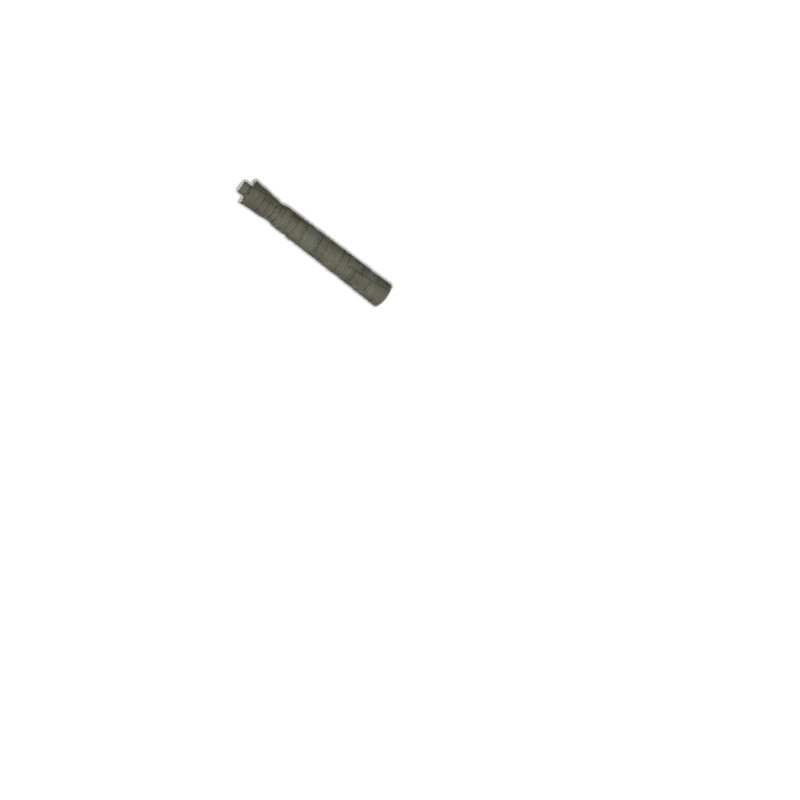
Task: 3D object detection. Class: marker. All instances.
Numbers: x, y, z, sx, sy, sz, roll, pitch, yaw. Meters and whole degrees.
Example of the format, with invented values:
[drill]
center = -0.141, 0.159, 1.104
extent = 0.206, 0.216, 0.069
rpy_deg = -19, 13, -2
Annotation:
[marker]
center = -0.057, -0.104, 0.726
extent = 0.117, 0.020, 0.020
rpy_deg = 37, -7, -12
